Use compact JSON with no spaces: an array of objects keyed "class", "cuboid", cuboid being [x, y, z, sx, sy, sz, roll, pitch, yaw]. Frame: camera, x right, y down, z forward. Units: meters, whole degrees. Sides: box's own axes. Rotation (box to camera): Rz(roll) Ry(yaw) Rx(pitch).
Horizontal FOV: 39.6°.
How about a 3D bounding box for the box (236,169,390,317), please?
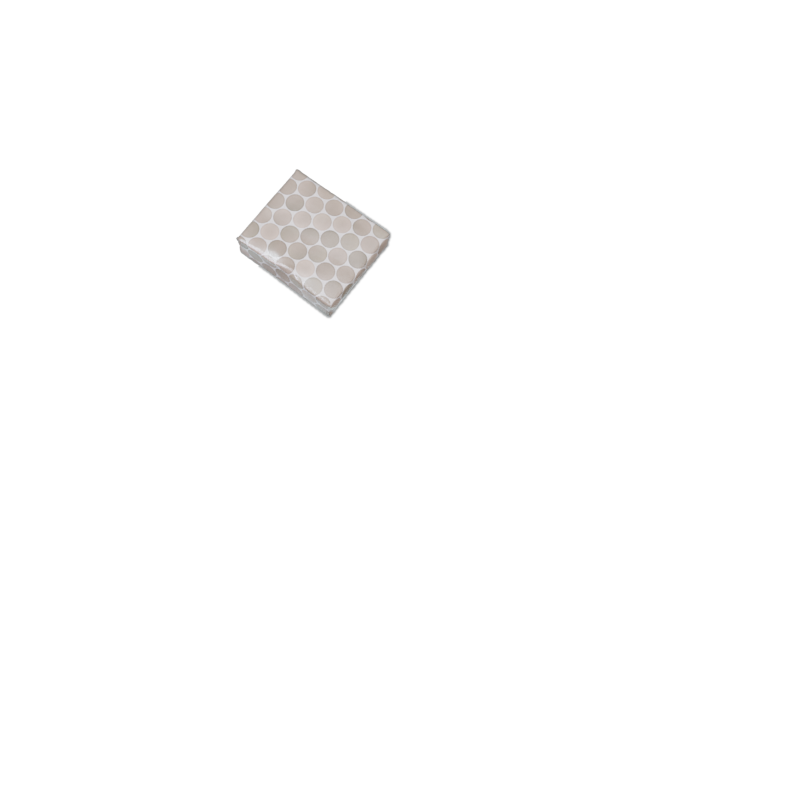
[{"class":"box","cuboid":[-0.064,-0.117,0.819,0.092,0.074,0.029,36,-17,12]}]
